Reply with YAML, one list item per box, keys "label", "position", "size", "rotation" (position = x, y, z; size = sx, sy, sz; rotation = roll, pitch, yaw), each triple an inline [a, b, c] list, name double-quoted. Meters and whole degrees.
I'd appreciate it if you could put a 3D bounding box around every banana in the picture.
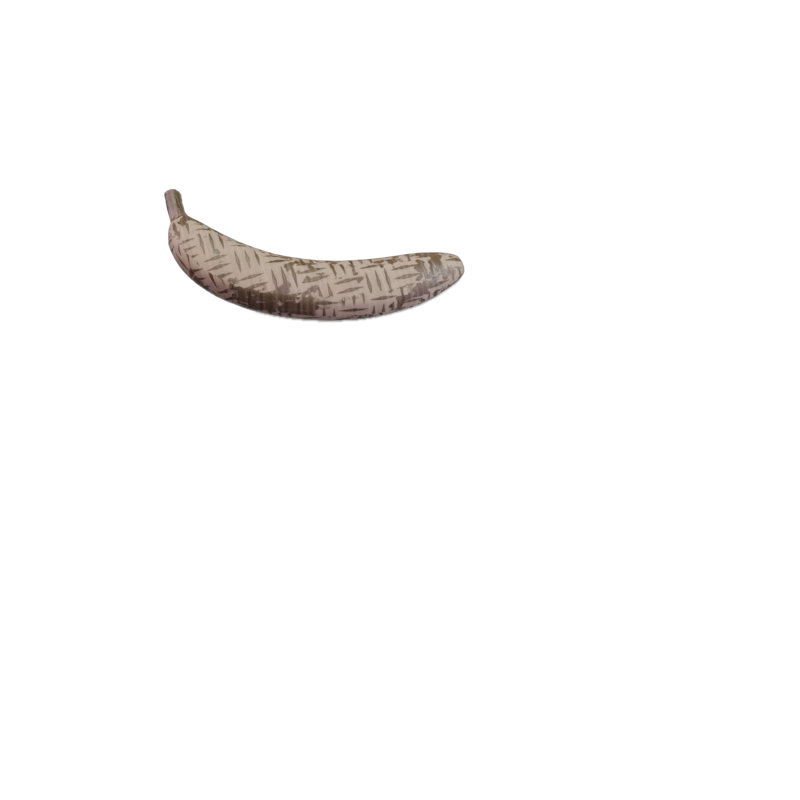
- label: "banana"
  position: [-0.062, -0.082, 0.684]
  size: [0.200, 0.072, 0.035]
  rotation: [15, -19, 5]
